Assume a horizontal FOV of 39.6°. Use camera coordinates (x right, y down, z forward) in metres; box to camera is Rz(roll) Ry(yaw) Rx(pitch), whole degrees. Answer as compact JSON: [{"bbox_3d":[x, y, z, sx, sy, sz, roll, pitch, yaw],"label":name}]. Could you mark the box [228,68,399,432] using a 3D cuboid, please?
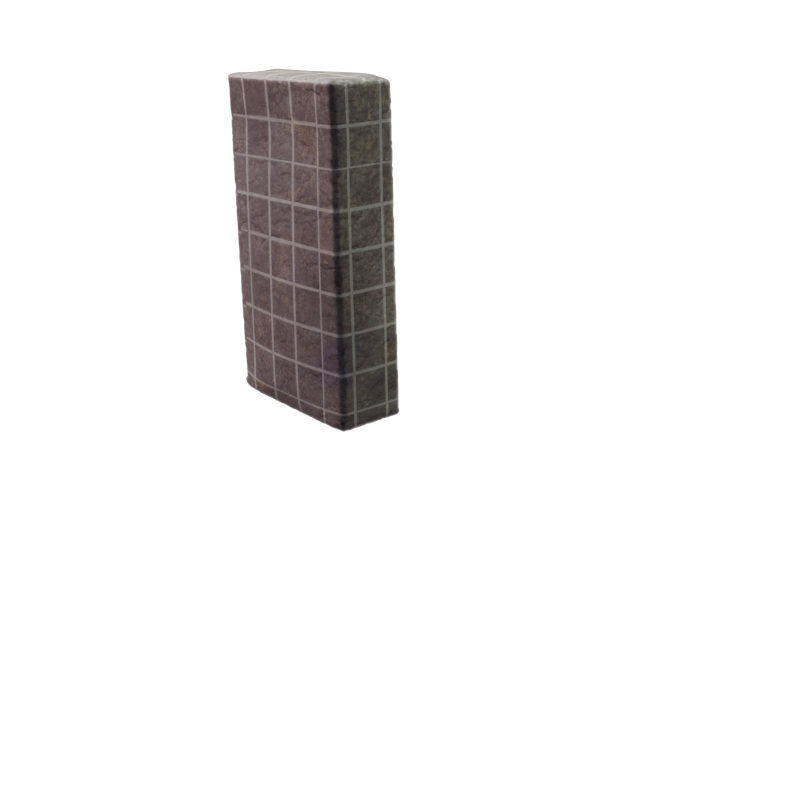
[{"bbox_3d":[-0.045,-0.083,0.581,0.047,0.171,0.099,-9,17,-38],"label":"box"}]
